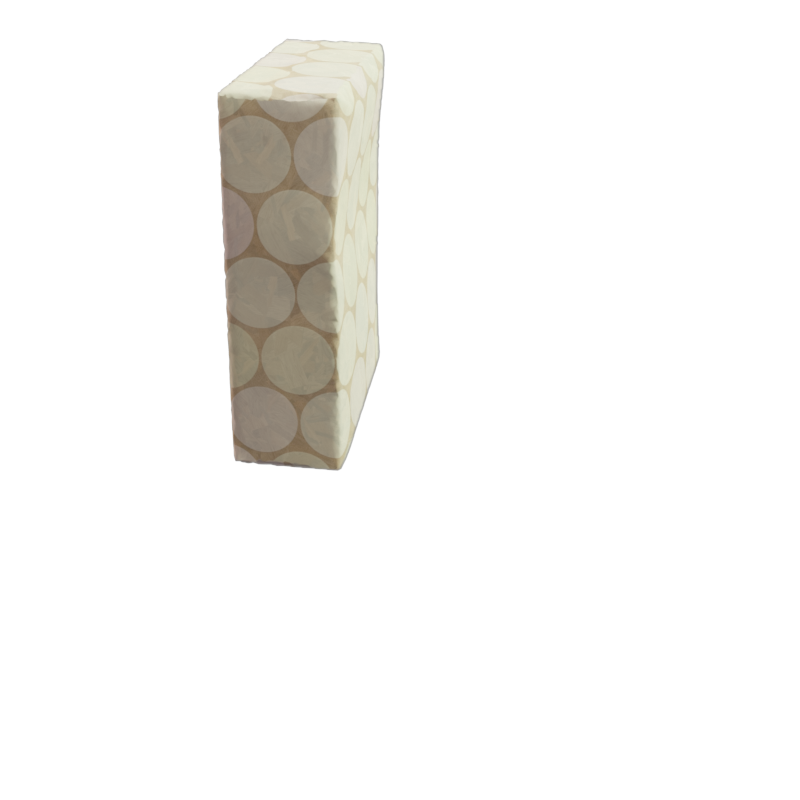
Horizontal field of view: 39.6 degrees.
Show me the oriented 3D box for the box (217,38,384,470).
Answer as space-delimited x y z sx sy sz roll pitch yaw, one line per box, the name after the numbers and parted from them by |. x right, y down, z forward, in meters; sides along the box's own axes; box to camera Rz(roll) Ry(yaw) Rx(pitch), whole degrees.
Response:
-0.051 -0.094 0.656 0.073 0.204 0.170 4 24 6 | box
